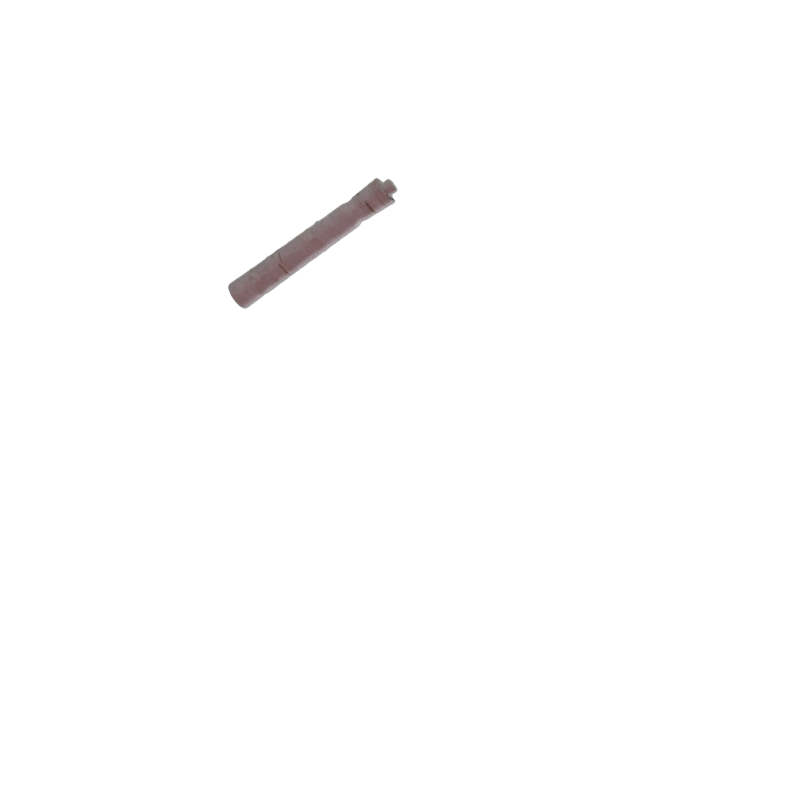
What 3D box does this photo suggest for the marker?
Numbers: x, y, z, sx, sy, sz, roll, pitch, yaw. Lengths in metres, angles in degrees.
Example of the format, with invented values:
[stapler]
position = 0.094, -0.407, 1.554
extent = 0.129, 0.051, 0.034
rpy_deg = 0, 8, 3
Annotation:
[marker]
position = -0.053, -0.096, 0.675
extent = 0.120, 0.020, 0.019
rpy_deg = -34, -5, 14
